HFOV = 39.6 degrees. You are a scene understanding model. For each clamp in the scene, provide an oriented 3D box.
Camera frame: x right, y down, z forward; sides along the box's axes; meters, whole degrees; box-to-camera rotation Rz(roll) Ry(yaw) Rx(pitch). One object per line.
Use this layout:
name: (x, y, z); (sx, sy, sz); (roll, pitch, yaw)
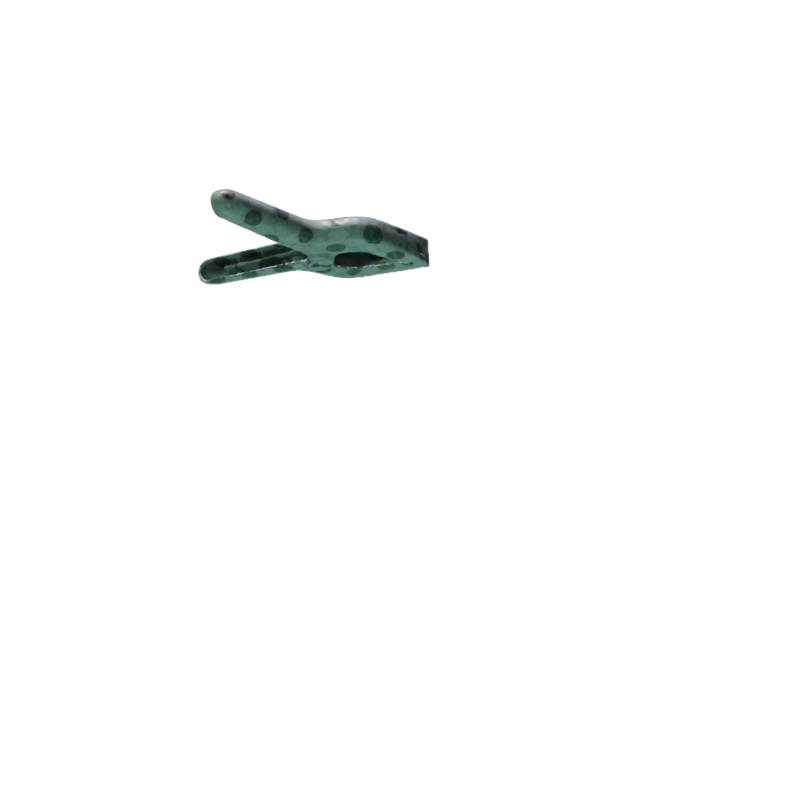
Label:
clamp: (-0.076, -0.139, 0.976); (0.209, 0.038, 0.158); (1, -17, -4)
